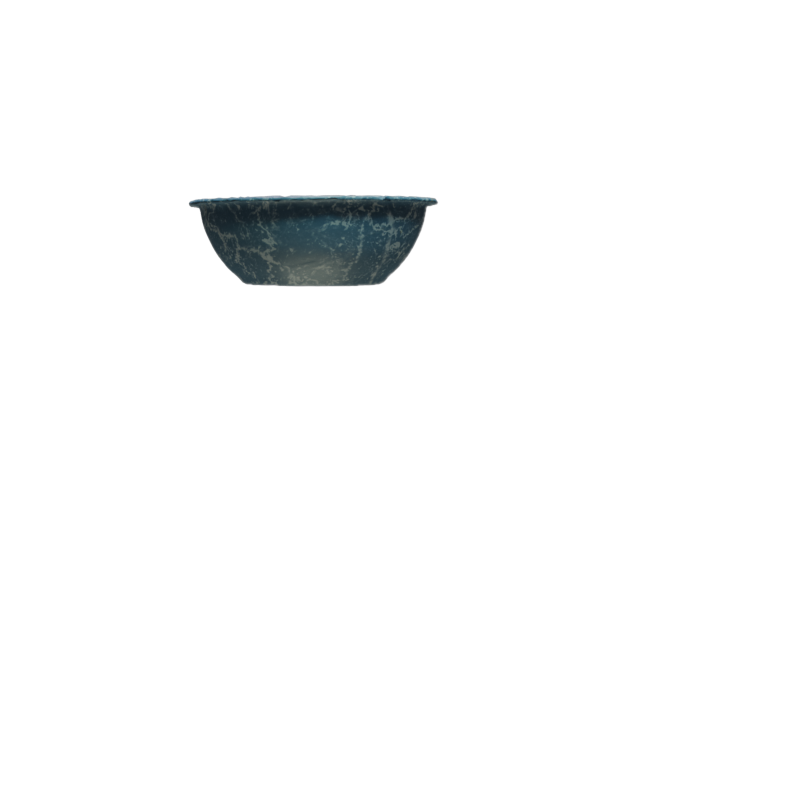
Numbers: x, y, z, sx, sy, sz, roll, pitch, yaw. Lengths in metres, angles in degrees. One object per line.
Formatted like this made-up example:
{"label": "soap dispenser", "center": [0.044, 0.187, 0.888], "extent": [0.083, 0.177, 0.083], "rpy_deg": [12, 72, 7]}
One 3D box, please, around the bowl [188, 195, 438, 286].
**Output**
{"label": "bowl", "center": [-0.056, -0.103, 0.720], "extent": [0.162, 0.055, 0.164], "rpy_deg": [0, 7, -2]}
